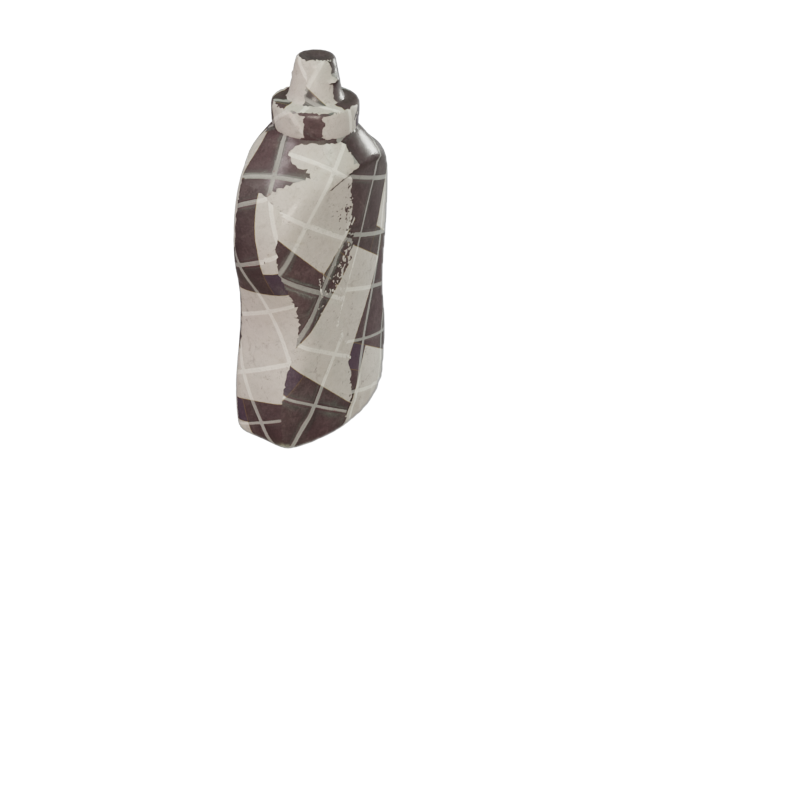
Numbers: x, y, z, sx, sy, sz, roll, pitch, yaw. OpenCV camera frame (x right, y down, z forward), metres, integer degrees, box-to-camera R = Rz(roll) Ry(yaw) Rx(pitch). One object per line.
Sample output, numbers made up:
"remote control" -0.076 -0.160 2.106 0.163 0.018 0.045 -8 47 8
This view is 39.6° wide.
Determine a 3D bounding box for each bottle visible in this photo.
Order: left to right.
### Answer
"bottle" -0.042 -0.078 0.545 0.061 0.180 0.097 20 35 28
